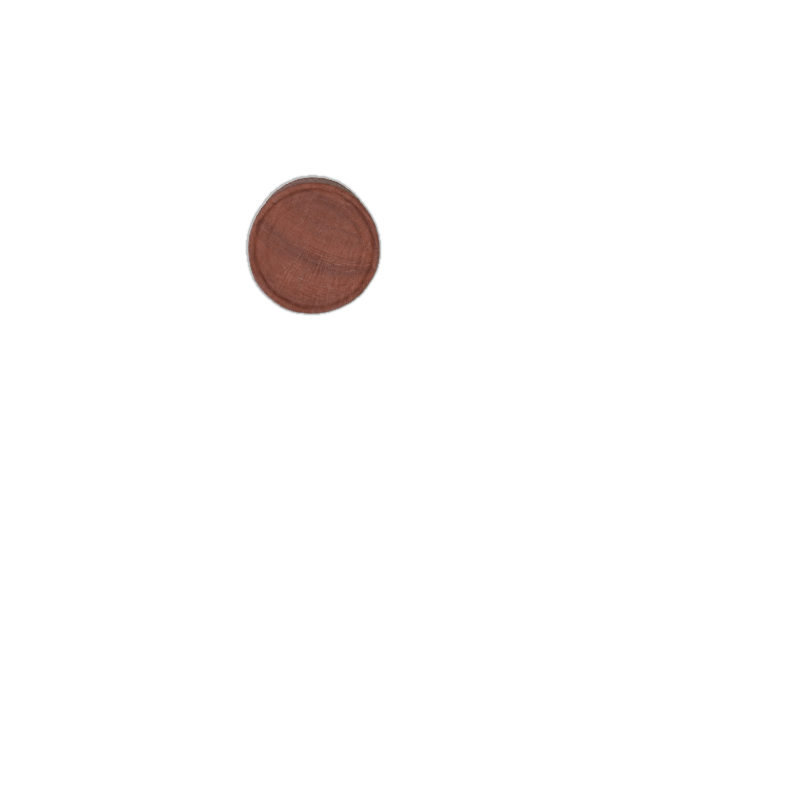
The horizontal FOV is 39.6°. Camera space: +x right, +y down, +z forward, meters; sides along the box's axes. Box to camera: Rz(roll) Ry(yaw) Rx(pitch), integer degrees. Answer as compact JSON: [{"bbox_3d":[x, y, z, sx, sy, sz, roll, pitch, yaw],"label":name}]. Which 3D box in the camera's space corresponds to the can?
[{"bbox_3d":[-0.047,-0.085,0.596,0.068,0.067,0.104,0,10,-3],"label":"can"}]
